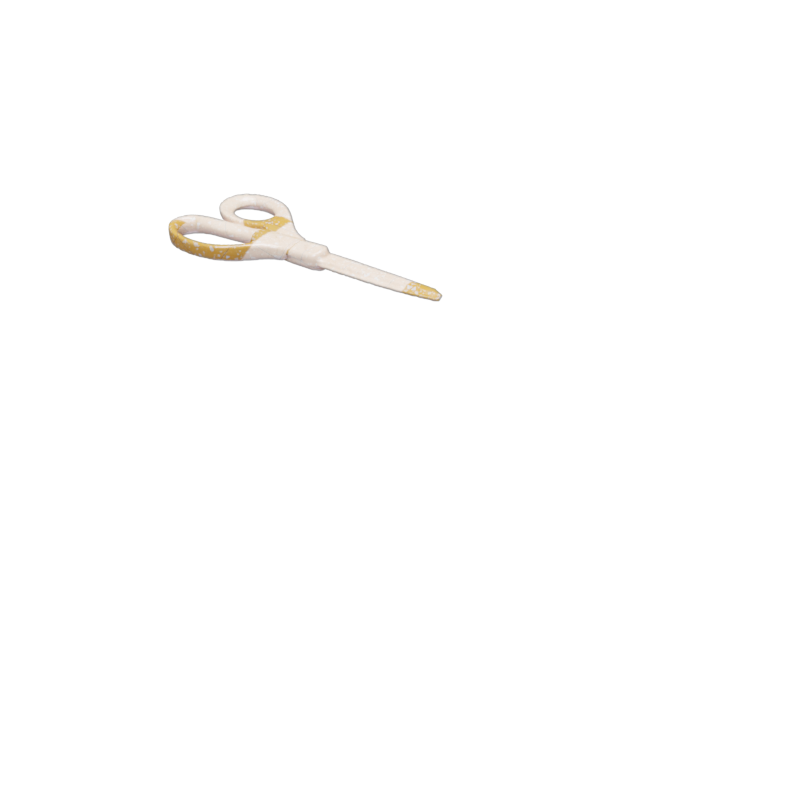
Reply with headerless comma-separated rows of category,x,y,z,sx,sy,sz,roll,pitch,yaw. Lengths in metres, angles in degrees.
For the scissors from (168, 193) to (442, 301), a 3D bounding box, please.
scissors,-0.060,-0.109,0.760,0.207,0.015,0.100,11,35,16
